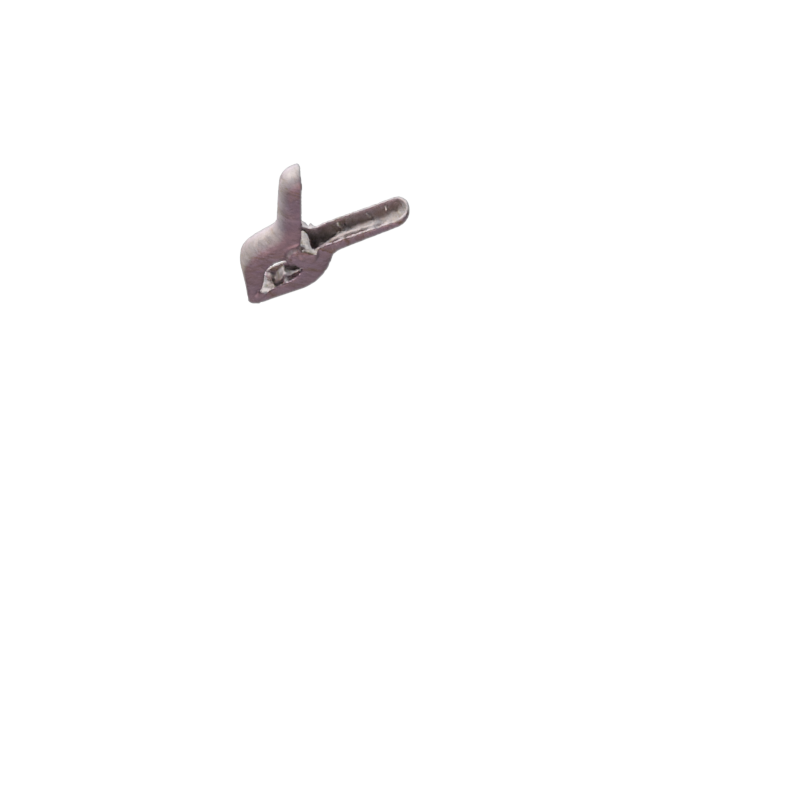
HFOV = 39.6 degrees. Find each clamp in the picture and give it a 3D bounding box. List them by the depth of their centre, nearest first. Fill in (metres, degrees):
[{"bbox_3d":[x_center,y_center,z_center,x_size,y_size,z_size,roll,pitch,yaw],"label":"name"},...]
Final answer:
[{"bbox_3d":[-0.074,-0.135,0.943,0.116,0.042,0.167,14,-33,-23],"label":"clamp"}]
